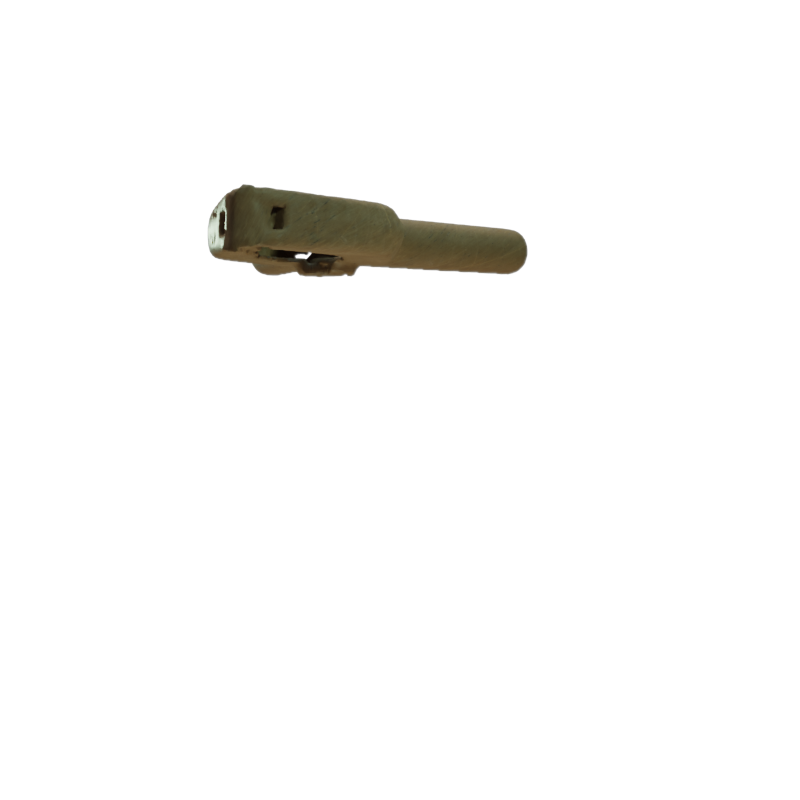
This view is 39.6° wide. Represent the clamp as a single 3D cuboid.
[{"bbox_3d":[-0.044,-0.081,0.567,0.170,0.036,0.203,1,3,27],"label":"clamp"}]
